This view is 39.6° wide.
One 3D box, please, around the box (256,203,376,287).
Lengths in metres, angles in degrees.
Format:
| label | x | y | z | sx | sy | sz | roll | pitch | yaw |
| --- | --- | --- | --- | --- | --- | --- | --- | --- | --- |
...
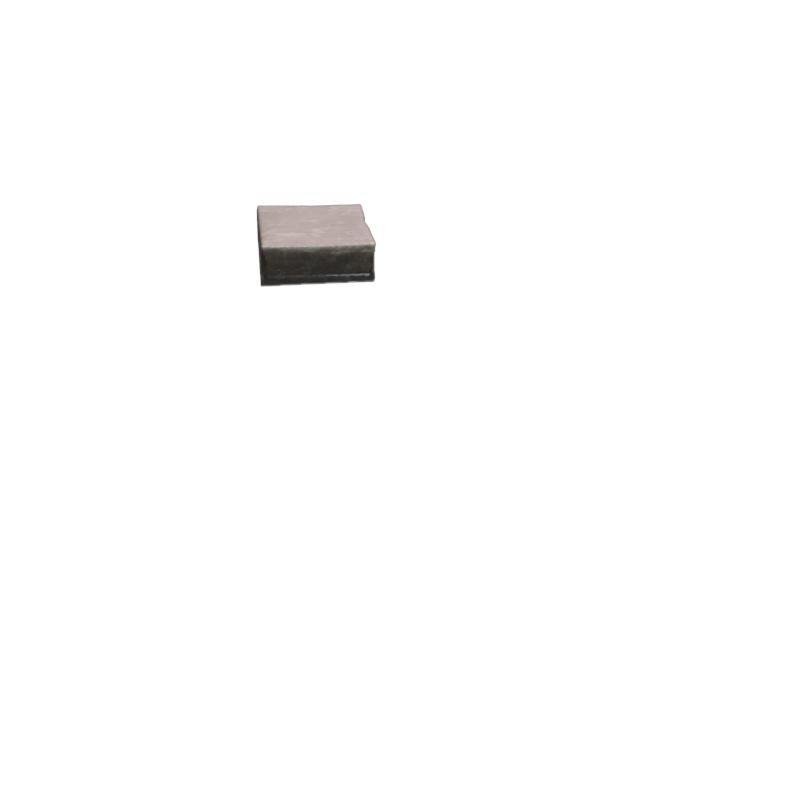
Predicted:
| label | x | y | z | sx | sy | sz | roll | pitch | yaw |
| --- | --- | --- | --- | --- | --- | --- | --- | --- | --- |
| box | -0.057 | -0.104 | 0.731 | 0.073 | 0.029 | 0.094 | -2 | 25 | -6 |
